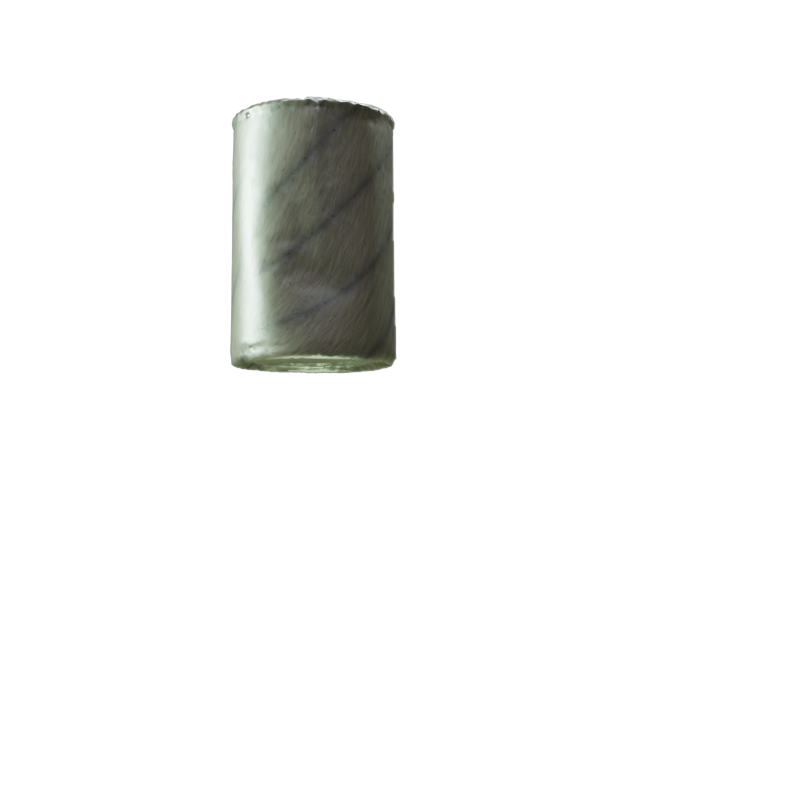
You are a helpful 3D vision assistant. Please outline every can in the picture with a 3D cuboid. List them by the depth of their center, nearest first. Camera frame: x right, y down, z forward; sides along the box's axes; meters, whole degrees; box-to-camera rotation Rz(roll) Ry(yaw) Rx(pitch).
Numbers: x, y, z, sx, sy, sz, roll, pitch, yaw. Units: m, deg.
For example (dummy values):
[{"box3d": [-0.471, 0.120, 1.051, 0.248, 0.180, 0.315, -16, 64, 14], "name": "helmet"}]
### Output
[{"box3d": [-0.035, -0.065, 0.453, 0.068, 0.105, 0.067, 0, -9, -2], "name": "can"}]
